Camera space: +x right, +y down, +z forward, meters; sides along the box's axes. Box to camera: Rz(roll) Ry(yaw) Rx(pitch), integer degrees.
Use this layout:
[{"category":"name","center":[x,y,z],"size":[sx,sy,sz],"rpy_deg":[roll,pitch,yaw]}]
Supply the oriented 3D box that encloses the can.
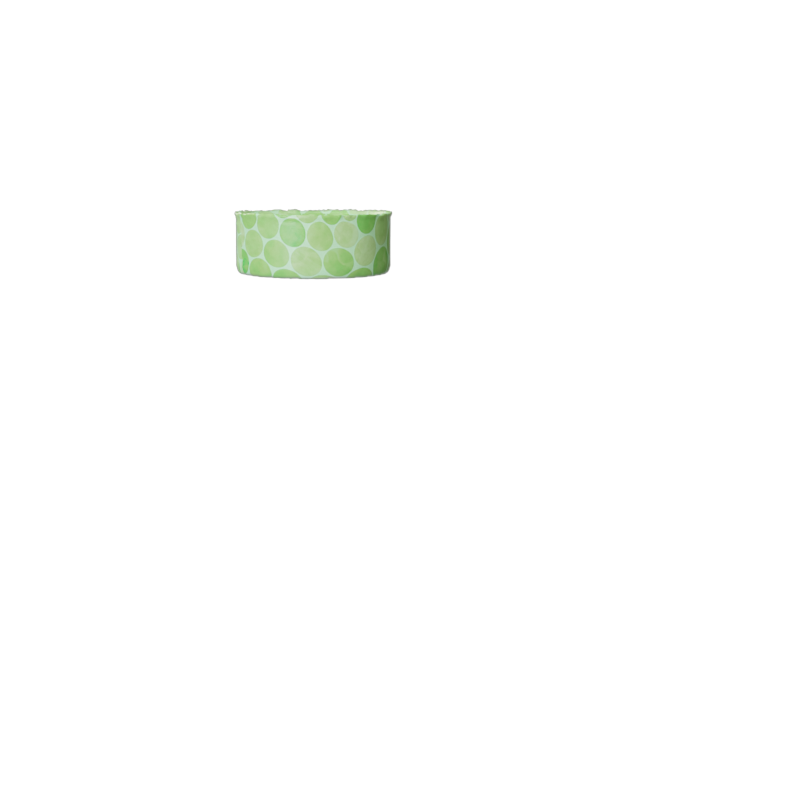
[{"category":"can","center":[-0.047,-0.086,0.604],"size":[0.086,0.033,0.088],"rpy_deg":[0,11,-2]}]
